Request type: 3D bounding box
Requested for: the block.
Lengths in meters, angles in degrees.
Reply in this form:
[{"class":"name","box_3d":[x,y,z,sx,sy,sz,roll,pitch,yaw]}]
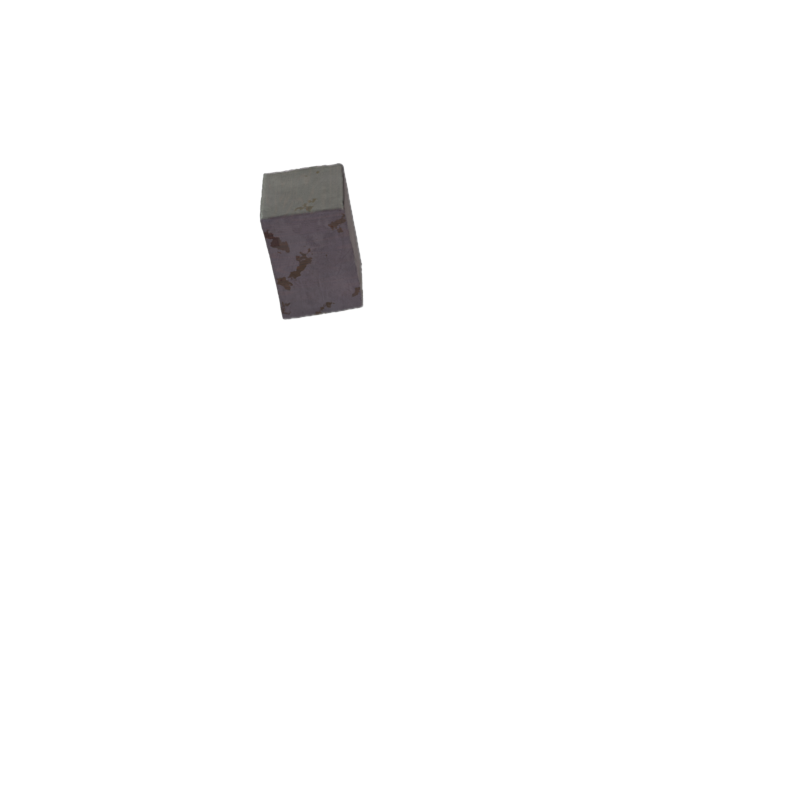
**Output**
[{"class":"block","box_3d":[-0.054,-0.098,0.686,0.053,0.072,0.055,-7,38,3]}]
